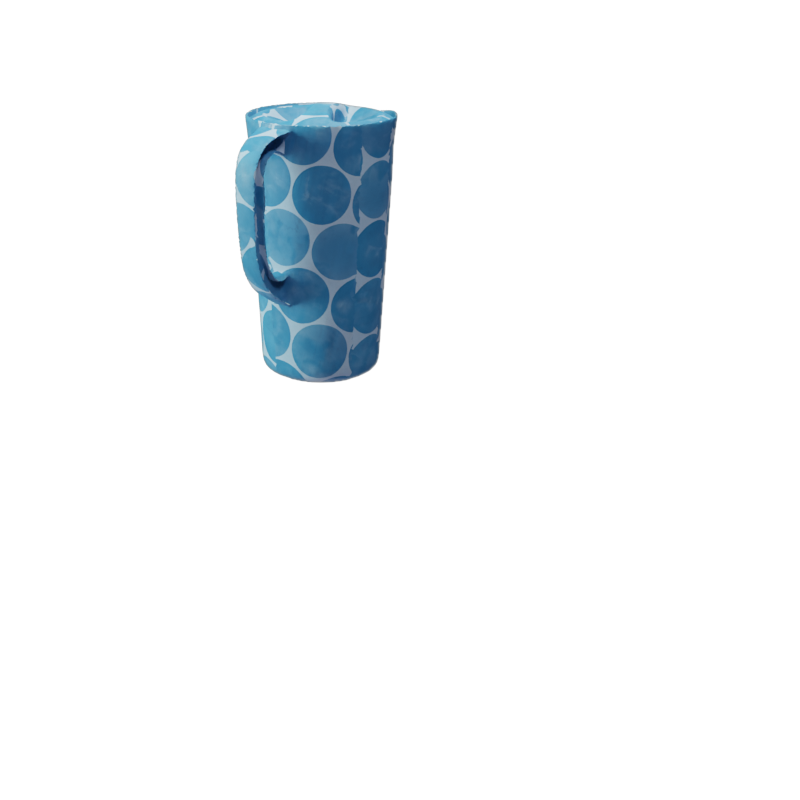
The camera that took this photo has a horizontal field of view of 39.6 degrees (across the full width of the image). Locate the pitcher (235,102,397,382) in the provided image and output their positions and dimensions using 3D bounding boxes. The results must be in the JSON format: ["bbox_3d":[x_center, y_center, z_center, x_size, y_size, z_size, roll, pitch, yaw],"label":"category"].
[{"bbox_3d":[-0.078,-0.142,0.992,0.147,0.234,0.153,-3,18,-11],"label":"pitcher"}]
